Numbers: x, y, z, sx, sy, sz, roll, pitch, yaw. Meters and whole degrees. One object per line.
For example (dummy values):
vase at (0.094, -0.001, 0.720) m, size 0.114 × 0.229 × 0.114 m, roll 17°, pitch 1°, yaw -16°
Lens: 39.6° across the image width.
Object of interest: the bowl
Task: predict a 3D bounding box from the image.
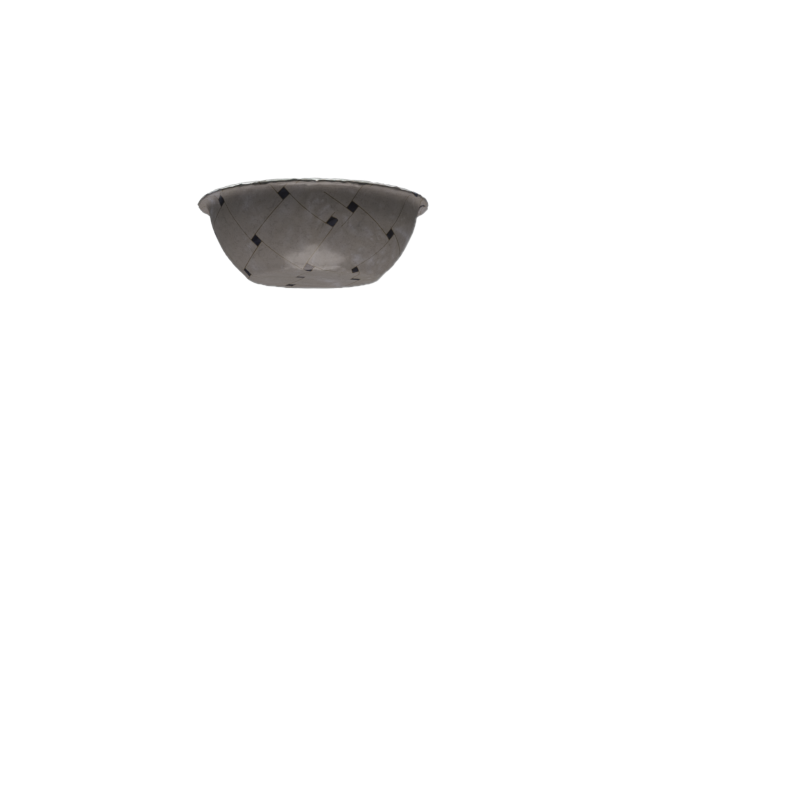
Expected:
bowl at (-0.061, -0.111, 0.776) m, size 0.162 × 0.056 × 0.160 m, roll 0°, pitch -3°, yaw -2°
